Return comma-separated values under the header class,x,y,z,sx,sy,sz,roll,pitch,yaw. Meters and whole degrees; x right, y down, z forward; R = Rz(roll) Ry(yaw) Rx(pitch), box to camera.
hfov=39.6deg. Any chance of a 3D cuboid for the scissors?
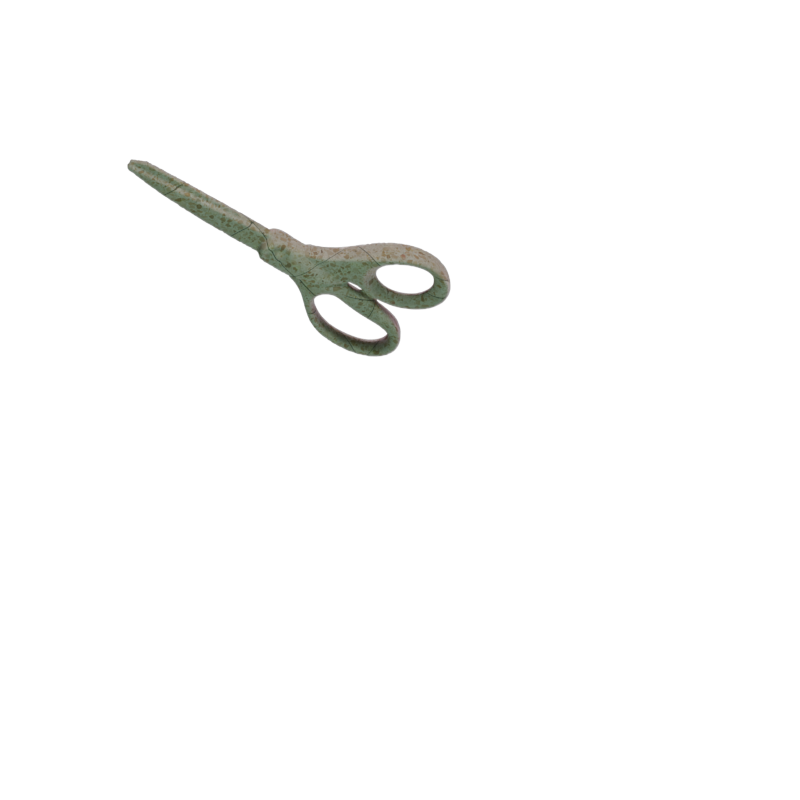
class,x,y,z,sx,sy,sz,roll,pitch,yaw
scissors,-0.048,-0.087,0.609,0.097,0.017,0.187,-23,-45,25
